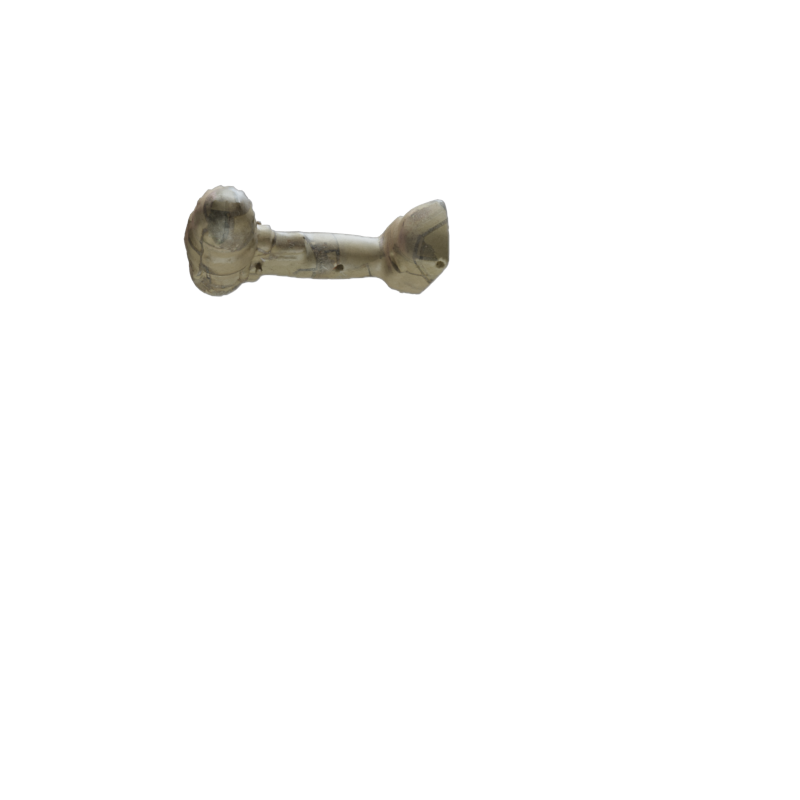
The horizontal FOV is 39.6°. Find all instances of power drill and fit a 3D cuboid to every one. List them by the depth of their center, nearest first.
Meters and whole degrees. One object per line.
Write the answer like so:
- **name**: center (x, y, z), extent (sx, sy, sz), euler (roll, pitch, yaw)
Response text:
- **power drill**: center (-0.063, -0.115, 0.808), extent (0.185, 0.059, 0.182), euler (1, -6, -9)
